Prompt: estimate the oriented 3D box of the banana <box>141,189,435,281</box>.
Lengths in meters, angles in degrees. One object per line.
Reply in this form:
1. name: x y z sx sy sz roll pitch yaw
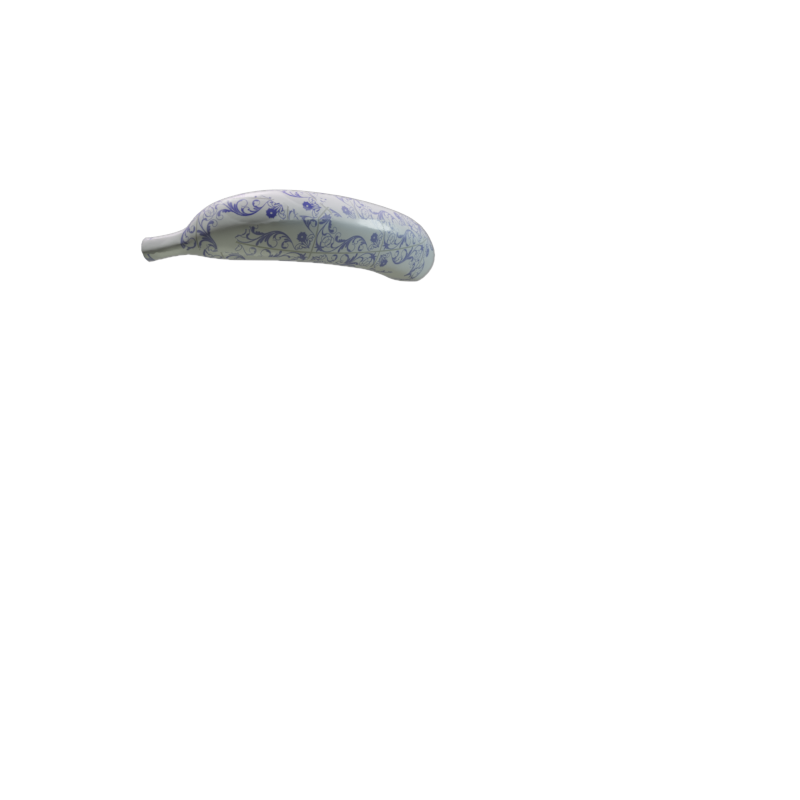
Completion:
1. banana: -0.037 -0.086 0.587 0.189 0.037 0.072 1 -2 -43
